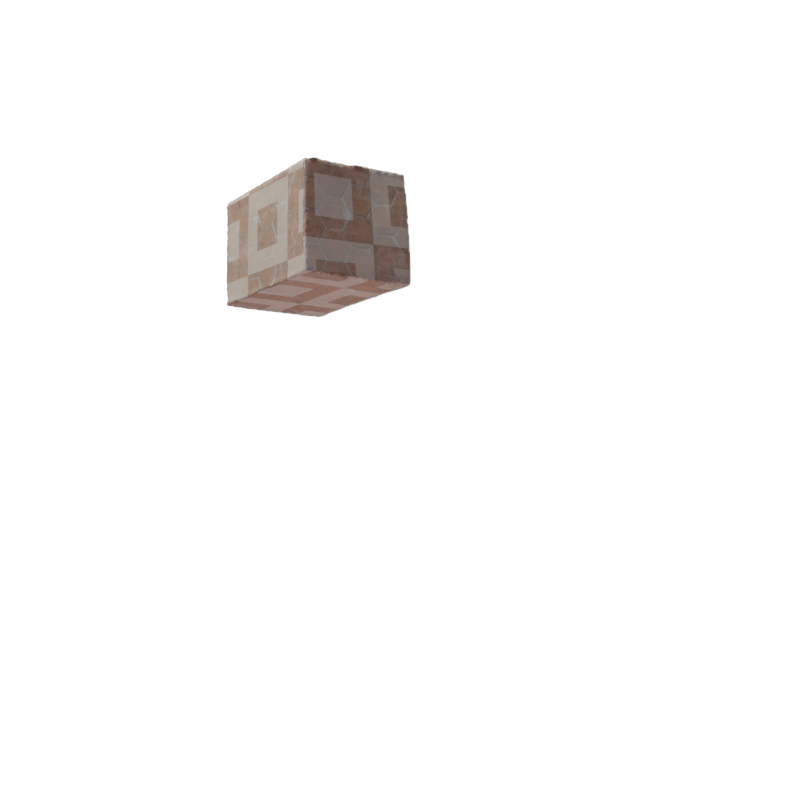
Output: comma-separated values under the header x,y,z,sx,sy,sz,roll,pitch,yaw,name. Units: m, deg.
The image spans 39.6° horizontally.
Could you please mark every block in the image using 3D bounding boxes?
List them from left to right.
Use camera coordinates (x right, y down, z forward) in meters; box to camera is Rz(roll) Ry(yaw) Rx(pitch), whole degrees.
x,y,z,sx,sy,sz,roll,pitch,yaw,name
-0.039,-0.071,0.497,0.050,0.053,0.079,7,-12,-33,block
